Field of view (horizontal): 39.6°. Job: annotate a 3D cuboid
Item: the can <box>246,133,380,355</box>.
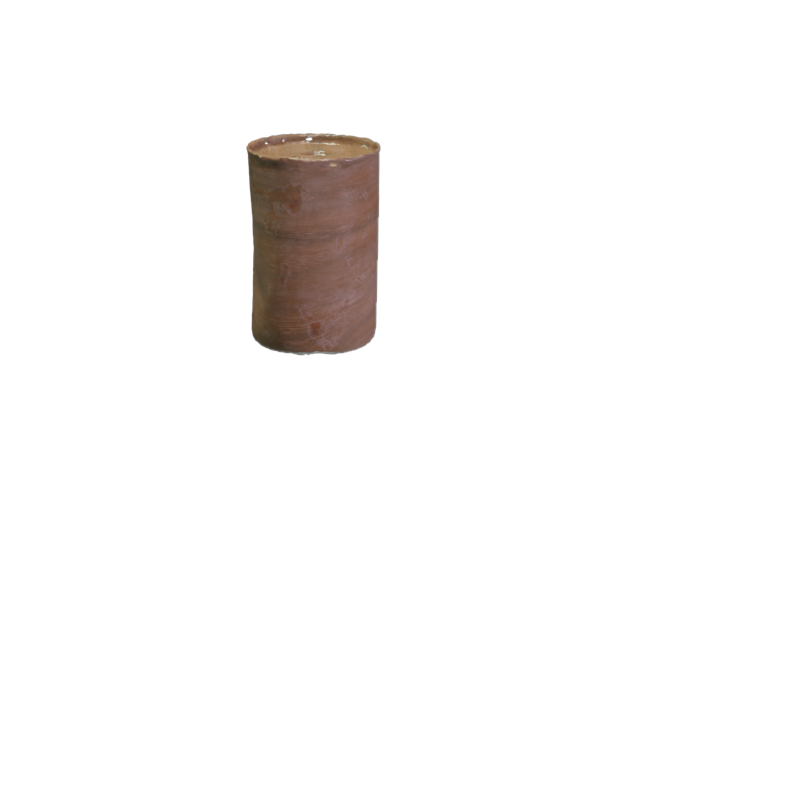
[{"bbox_3d":[-0.045,-0.082,0.573,0.068,0.098,0.071,0,19,-2],"label":"can"}]
